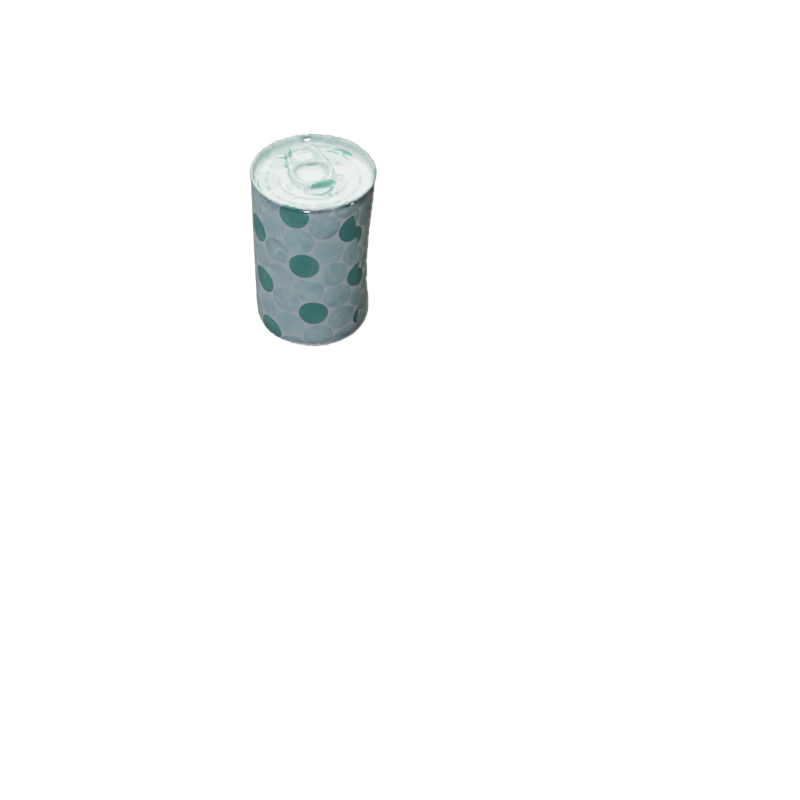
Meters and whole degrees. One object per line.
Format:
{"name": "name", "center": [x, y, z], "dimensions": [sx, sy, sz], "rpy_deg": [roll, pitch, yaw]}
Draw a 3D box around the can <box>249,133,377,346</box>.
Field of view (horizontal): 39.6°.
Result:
{"name": "can", "center": [-0.049, -0.089, 0.625], "dimensions": [0.068, 0.095, 0.074], "rpy_deg": [0, 44, -3]}
